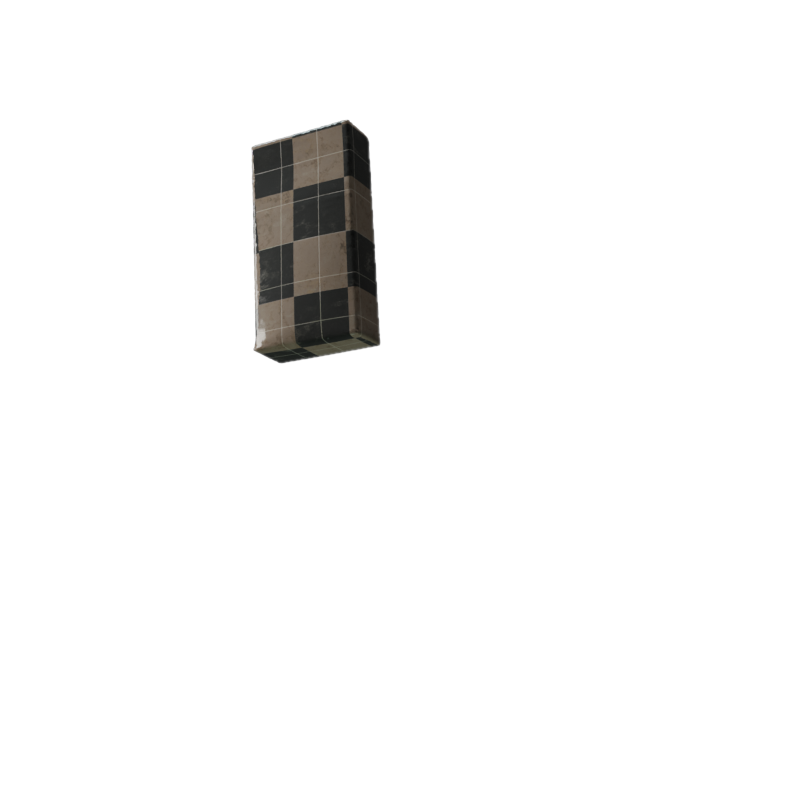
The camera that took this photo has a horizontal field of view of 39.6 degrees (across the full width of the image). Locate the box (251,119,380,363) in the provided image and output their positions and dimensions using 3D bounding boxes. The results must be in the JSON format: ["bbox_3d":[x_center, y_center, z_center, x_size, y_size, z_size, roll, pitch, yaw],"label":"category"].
[{"bbox_3d":[-0.068,-0.124,0.869,0.095,0.185,0.045,-11,-23,25],"label":"box"}]
